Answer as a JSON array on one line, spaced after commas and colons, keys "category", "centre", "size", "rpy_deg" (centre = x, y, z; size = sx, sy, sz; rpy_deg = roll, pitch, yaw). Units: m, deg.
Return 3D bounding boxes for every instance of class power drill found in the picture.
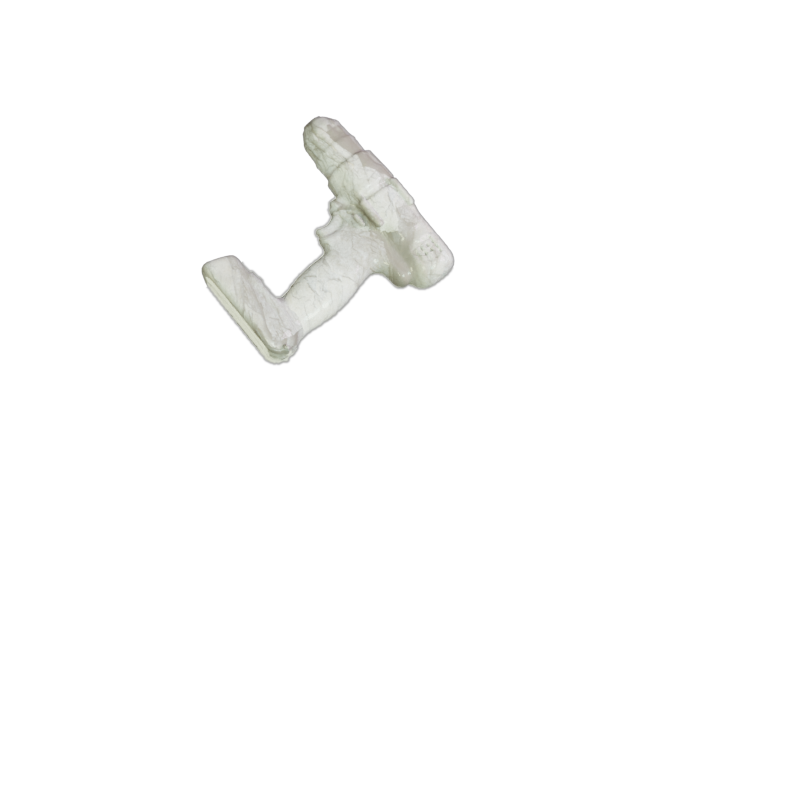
[{"category": "power drill", "centre": [-0.075, -0.136, 0.953], "size": [0.188, 0.192, 0.055], "rpy_deg": [-37, -15, -12]}]
